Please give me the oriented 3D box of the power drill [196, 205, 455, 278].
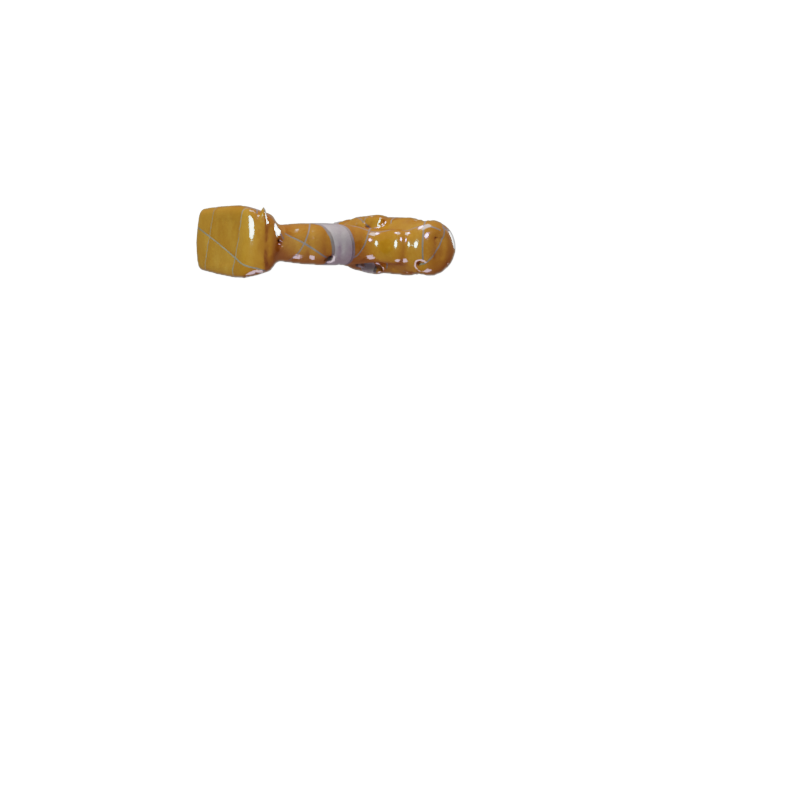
[{"bbox_3d":[-0.074,-0.135,0.944,0.182,0.057,0.192,-4,8,-30],"label":"power drill"}]
